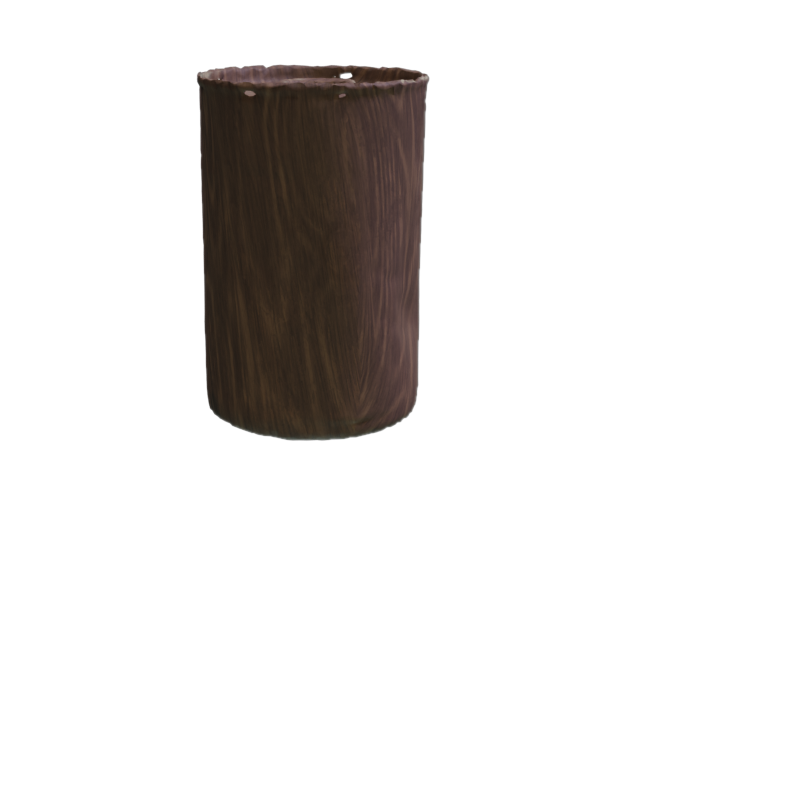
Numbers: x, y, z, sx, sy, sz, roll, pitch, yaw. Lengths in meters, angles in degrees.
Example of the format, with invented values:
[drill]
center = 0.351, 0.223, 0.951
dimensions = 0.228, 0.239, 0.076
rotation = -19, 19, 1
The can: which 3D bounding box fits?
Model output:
[can]
center = -0.026, -0.048, 0.336
dimensions = 0.068, 0.099, 0.071
rotation = 0, 16, -2
